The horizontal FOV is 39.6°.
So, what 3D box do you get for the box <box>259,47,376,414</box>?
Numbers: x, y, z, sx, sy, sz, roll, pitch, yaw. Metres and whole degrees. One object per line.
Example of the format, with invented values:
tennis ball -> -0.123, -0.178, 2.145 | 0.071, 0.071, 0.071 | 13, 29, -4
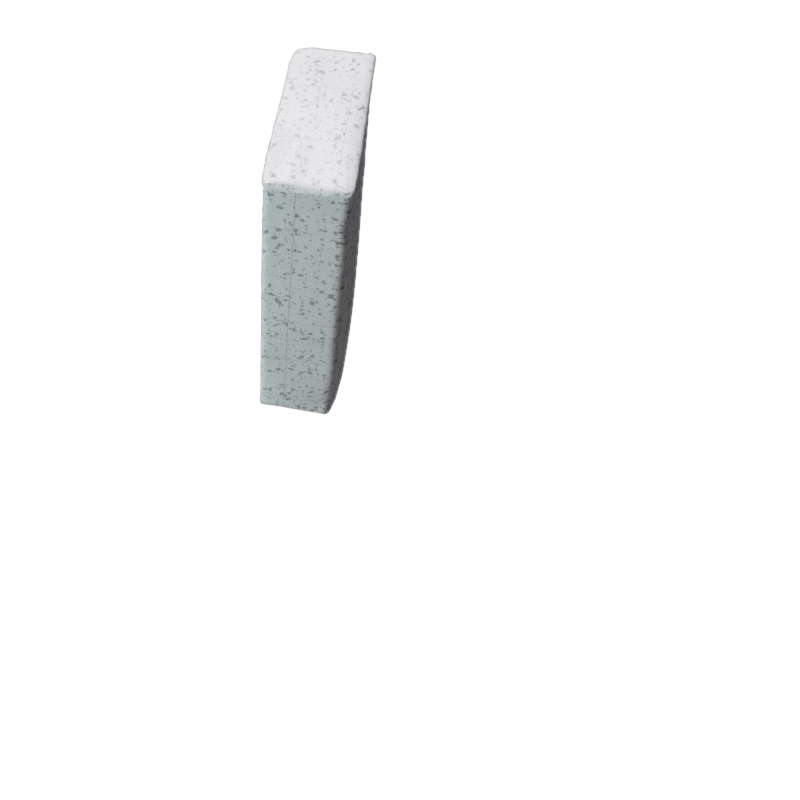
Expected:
box -> -0.043, -0.079, 0.552 | 0.048, 0.099, 0.165 | 7, -36, 1
